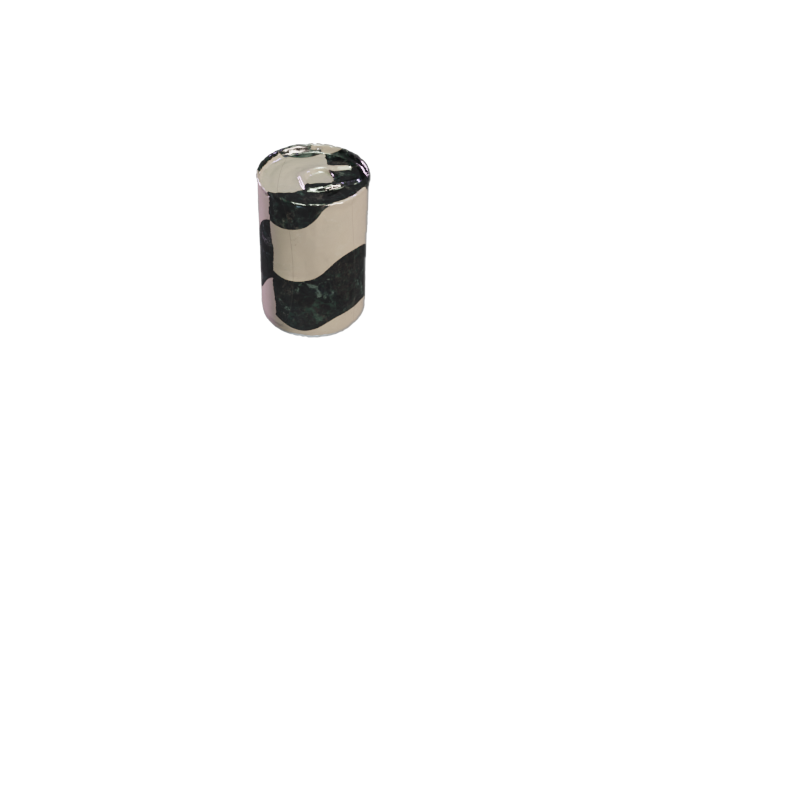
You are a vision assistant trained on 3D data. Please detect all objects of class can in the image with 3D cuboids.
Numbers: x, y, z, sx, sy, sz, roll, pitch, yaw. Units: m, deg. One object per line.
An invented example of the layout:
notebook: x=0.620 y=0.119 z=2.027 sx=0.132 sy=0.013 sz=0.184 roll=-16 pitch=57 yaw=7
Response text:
can: x=-0.054 y=-0.098 z=0.687 sx=0.068 sy=0.095 sz=0.073 roll=0 pitch=40 yaw=-3
